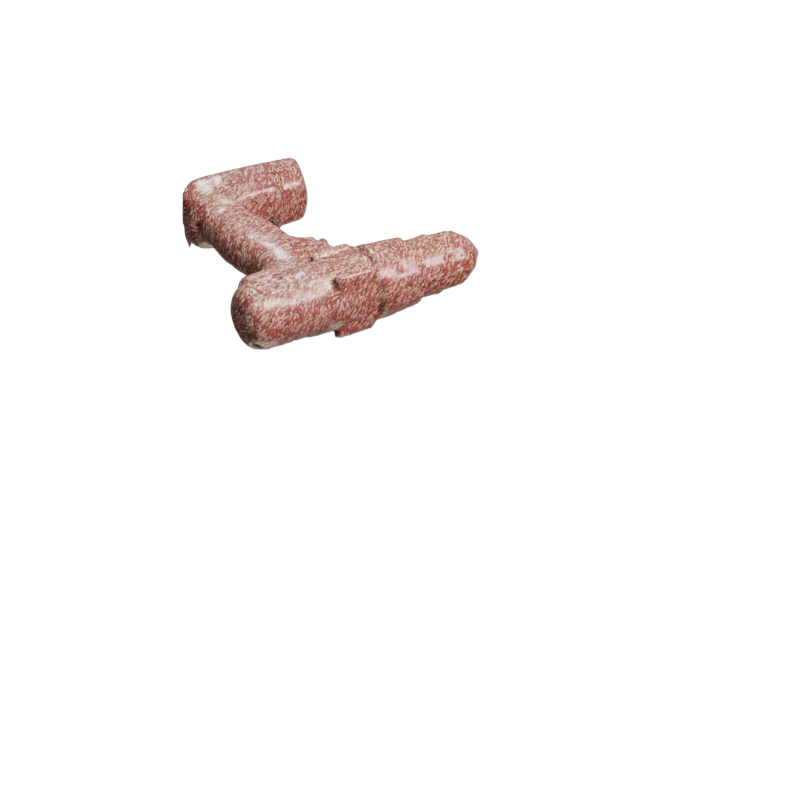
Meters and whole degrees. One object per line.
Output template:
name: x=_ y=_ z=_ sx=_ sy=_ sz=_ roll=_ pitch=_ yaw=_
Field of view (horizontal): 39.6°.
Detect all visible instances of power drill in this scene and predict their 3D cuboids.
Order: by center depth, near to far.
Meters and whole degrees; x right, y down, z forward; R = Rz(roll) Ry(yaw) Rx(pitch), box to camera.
power drill: x=-0.063 y=-0.115 z=0.805 sx=0.182 sy=0.054 sz=0.202 roll=-17 pitch=37 yaw=-25
